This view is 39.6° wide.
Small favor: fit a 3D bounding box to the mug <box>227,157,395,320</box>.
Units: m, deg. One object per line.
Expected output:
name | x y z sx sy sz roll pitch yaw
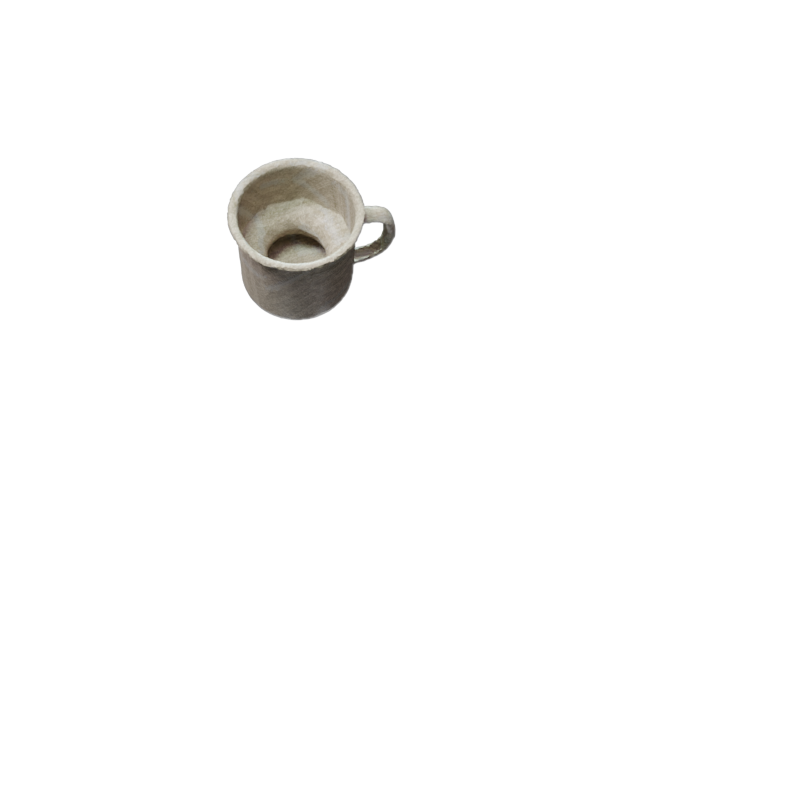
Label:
mug | -0.061 -0.112 0.781 0.116 0.100 0.076 -11 -29 -8
